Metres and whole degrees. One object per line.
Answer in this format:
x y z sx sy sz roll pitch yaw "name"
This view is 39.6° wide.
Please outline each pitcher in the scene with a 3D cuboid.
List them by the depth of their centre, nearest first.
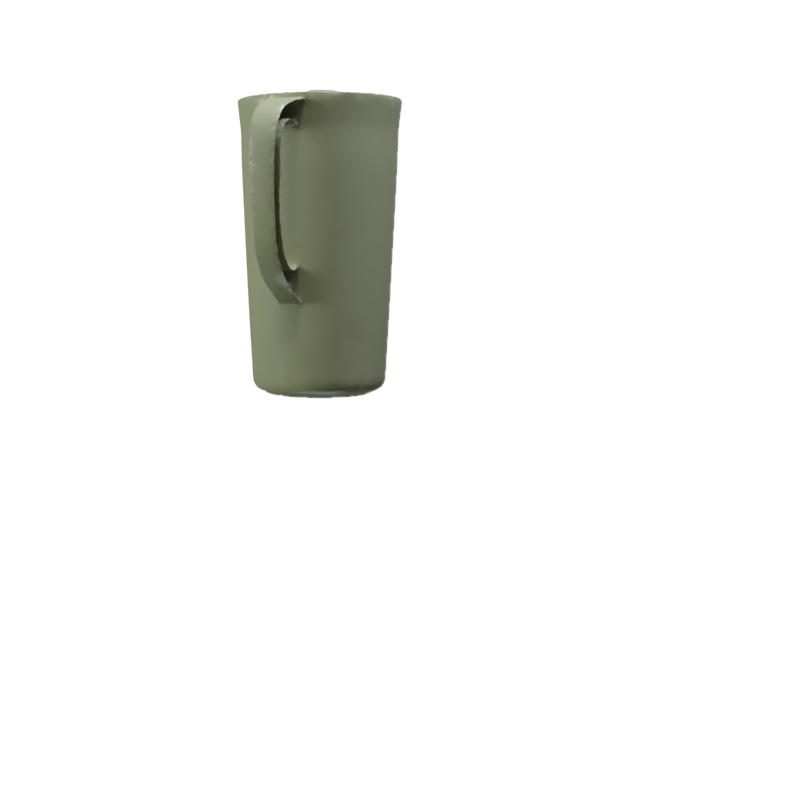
-0.070 -0.127 0.892 0.145 0.243 0.150 -1 2 -25 "pitcher"
